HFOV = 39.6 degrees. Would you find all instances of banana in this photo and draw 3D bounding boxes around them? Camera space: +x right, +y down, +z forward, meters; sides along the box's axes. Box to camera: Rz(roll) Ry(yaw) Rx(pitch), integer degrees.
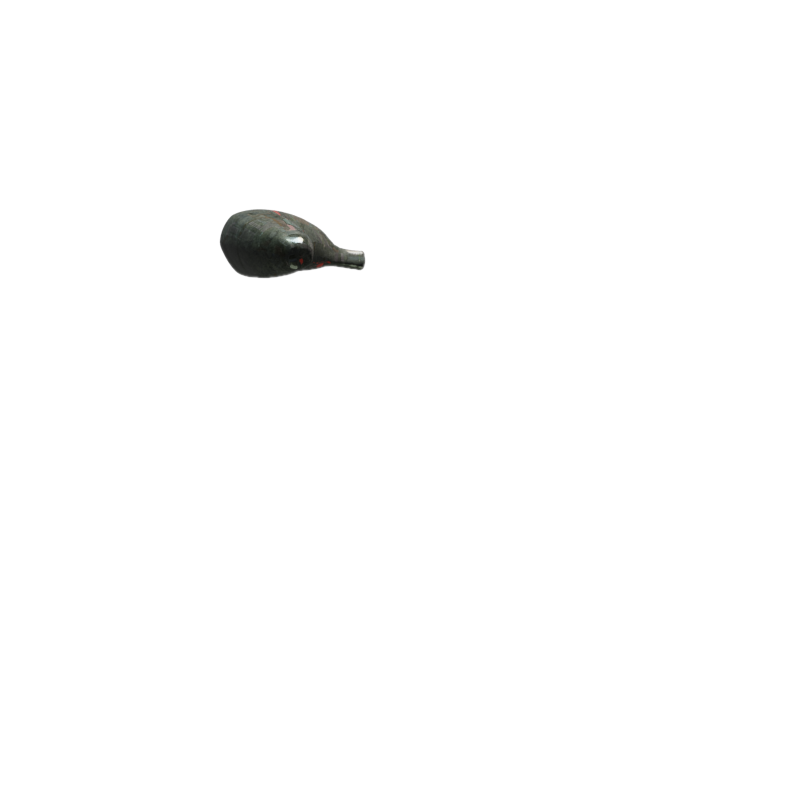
[{"bbox_3d":[-0.066,-0.088,0.620,0.070,0.036,0.197,1,8,7],"label":"banana"}]
